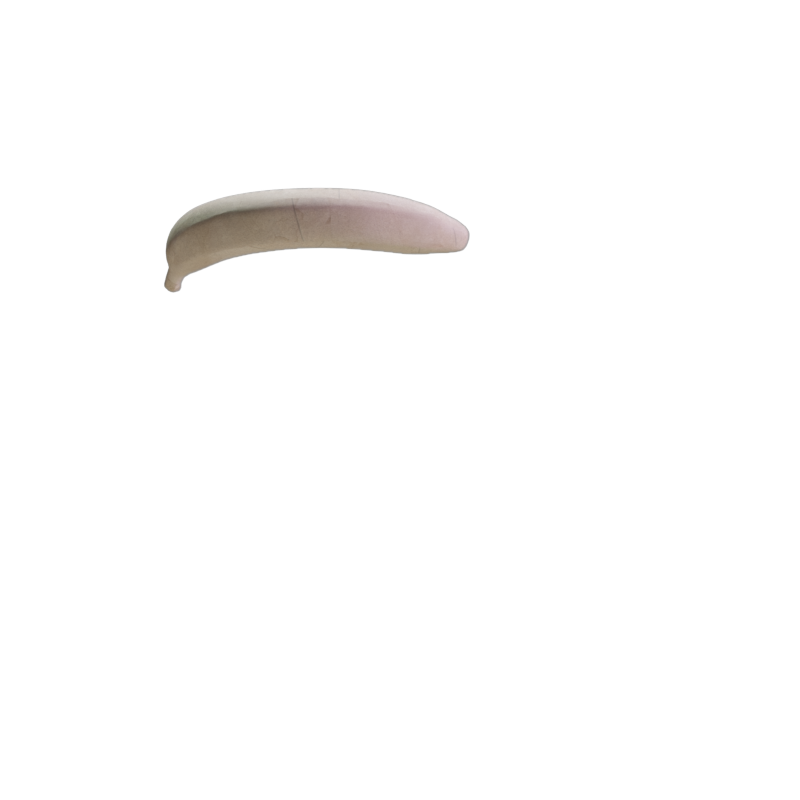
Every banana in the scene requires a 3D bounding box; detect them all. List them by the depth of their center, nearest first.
[{"bbox_3d":[-0.061,-0.102,0.666,0.201,0.039,0.065,-5,-19,14],"label":"banana"}]
